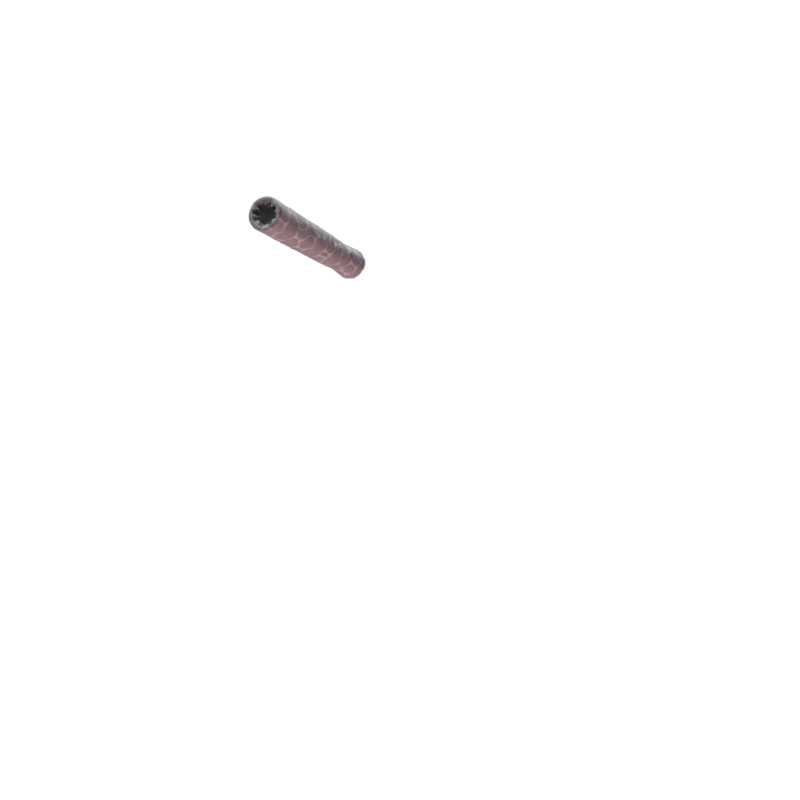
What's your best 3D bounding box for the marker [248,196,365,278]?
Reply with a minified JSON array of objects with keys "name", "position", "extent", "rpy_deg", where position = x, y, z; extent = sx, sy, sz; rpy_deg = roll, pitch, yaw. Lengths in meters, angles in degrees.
[{"name":"marker","position":[-0.048,-0.088,0.619],"extent":[0.020,0.020,0.115],"rpy_deg":[2,-7,22]}]
